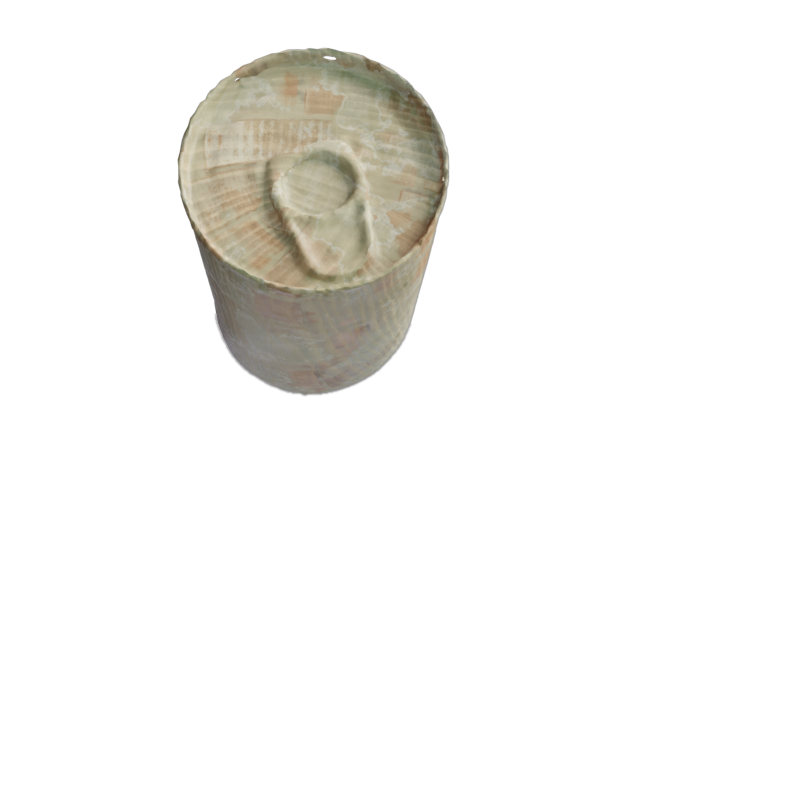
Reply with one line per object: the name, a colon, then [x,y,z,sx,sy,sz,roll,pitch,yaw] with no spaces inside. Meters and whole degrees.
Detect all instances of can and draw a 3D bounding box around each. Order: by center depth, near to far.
can: [-0.025,-0.046,0.322,0.068,0.072,0.098,0,-17,-3]
